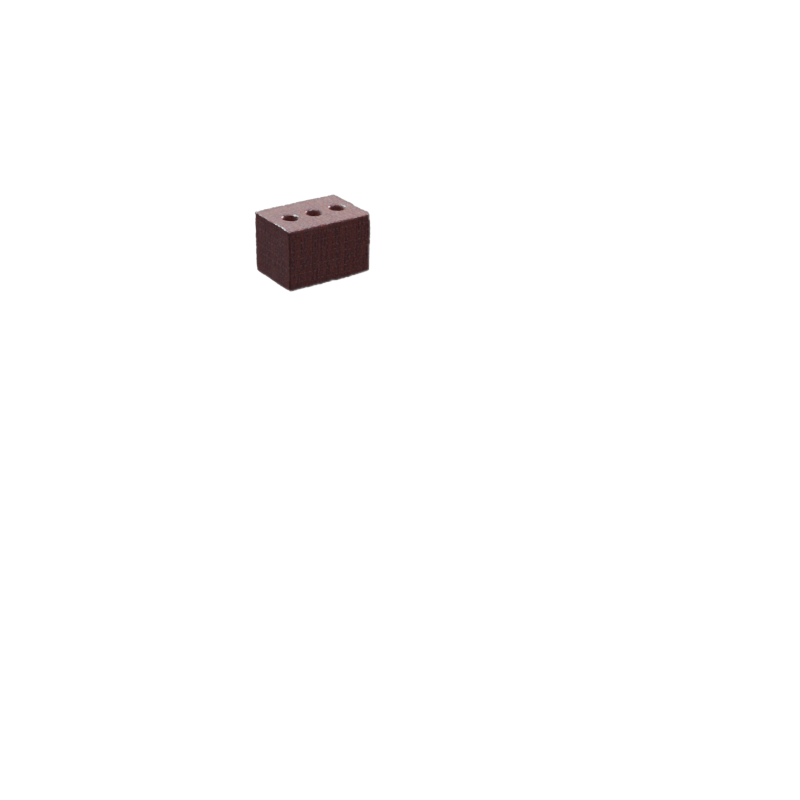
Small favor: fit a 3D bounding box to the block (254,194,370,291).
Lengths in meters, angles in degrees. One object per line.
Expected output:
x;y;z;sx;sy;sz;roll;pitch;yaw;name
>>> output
-0.069;-0.125;0.879;0.077;0.049;0.056;-18;32;-31;block
